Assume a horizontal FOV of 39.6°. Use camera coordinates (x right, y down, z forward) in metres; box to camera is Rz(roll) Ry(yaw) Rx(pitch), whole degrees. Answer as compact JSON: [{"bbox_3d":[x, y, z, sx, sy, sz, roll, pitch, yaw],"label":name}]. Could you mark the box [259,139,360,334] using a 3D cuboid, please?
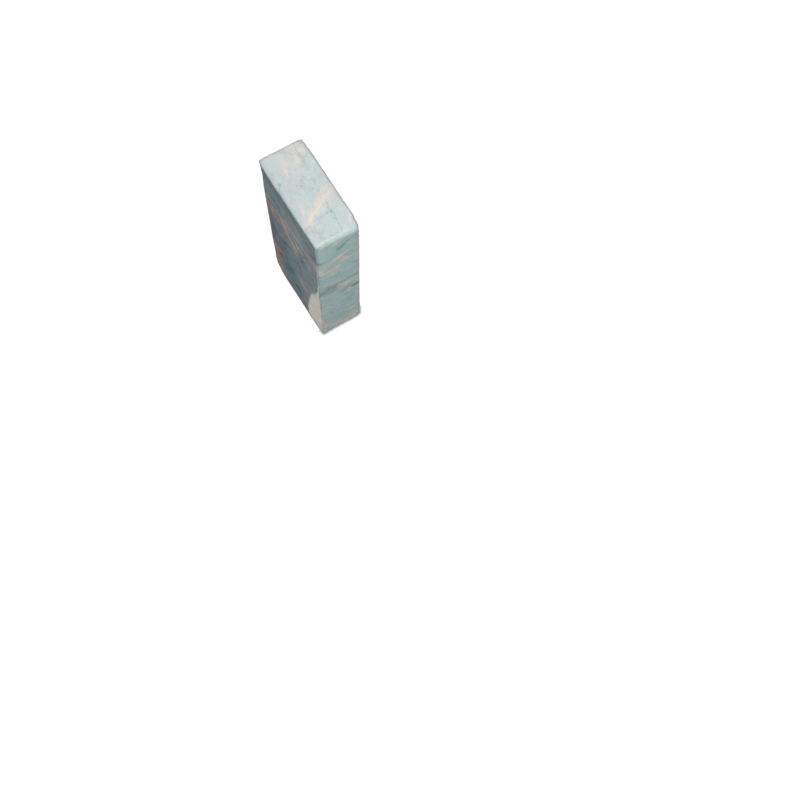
[{"bbox_3d":[-0.072,-0.132,0.923,0.048,0.098,0.168,-28,-17,-13],"label":"box"}]
